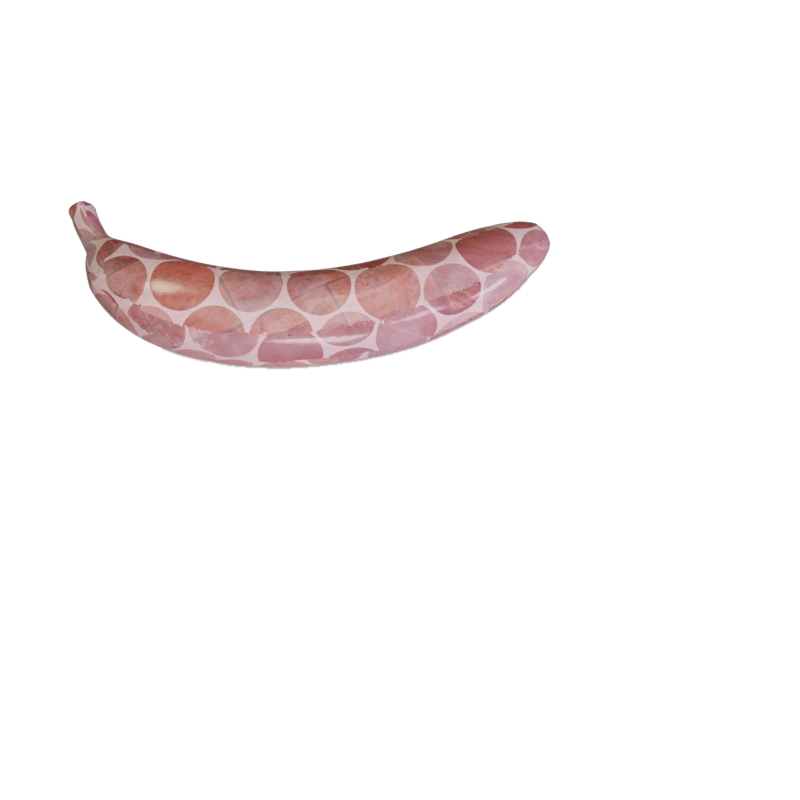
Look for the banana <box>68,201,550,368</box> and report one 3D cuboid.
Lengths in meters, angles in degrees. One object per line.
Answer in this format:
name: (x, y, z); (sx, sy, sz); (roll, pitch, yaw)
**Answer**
banana: (-0.039, -0.046, 0.437); (0.198, 0.073, 0.035); (4, -20, 1)
